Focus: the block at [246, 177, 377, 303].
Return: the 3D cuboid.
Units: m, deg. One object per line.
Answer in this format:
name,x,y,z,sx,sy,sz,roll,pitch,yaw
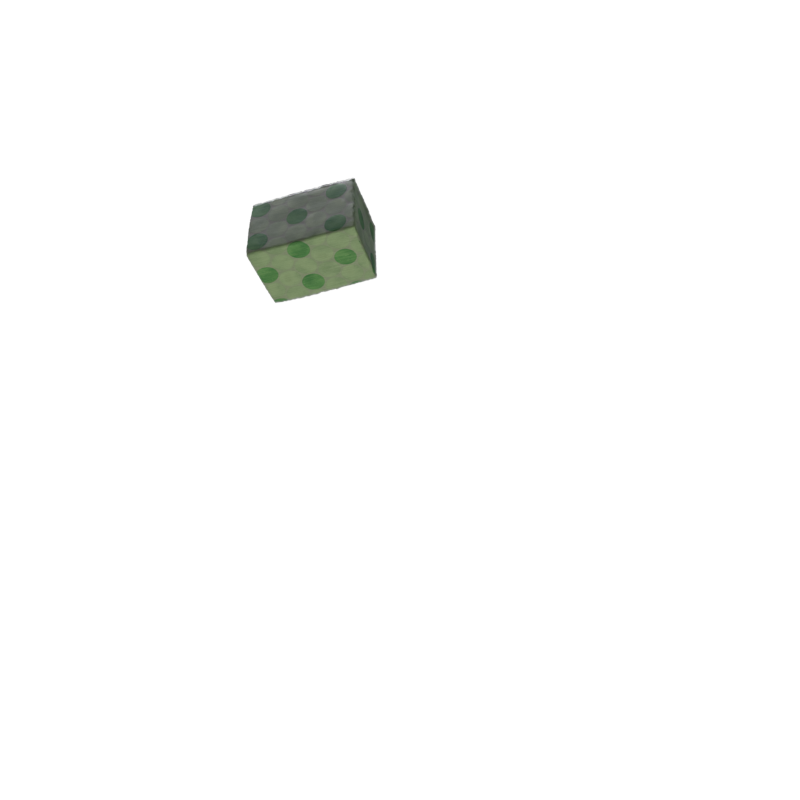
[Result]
block,-0.060,-0.109,0.765,0.079,0.055,0.049,-13,-44,12
